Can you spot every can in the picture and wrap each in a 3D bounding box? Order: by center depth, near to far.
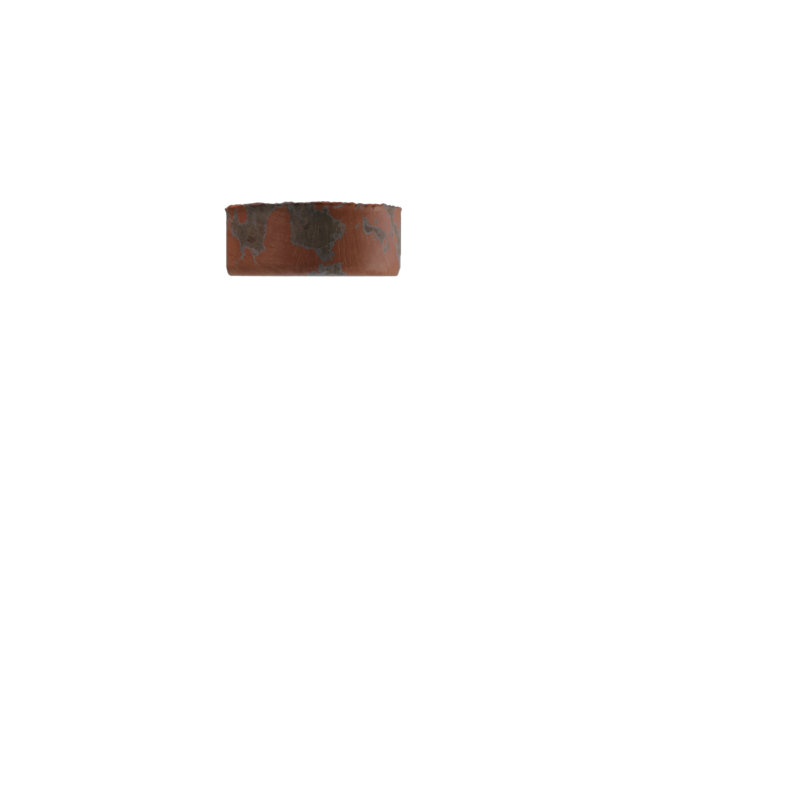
[{"bbox_3d":[-0.042,-0.077,0.537,0.086,0.033,0.086,0,5,-2],"label":"can"}]
